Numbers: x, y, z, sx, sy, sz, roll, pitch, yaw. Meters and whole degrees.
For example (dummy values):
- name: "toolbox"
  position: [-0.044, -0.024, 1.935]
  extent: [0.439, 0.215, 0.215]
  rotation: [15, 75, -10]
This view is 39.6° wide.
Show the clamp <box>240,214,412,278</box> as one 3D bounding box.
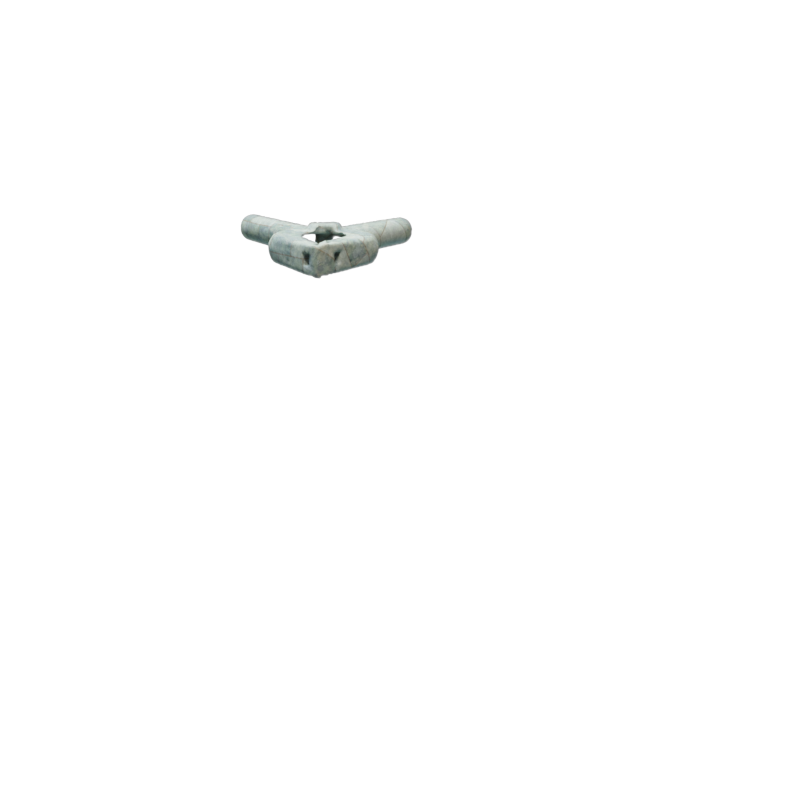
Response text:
- name: "clamp"
  position: [-0.078, -0.142, 0.993]
  extent: [0.166, 0.035, 0.214]
  rotation: [2, 16, 6]
